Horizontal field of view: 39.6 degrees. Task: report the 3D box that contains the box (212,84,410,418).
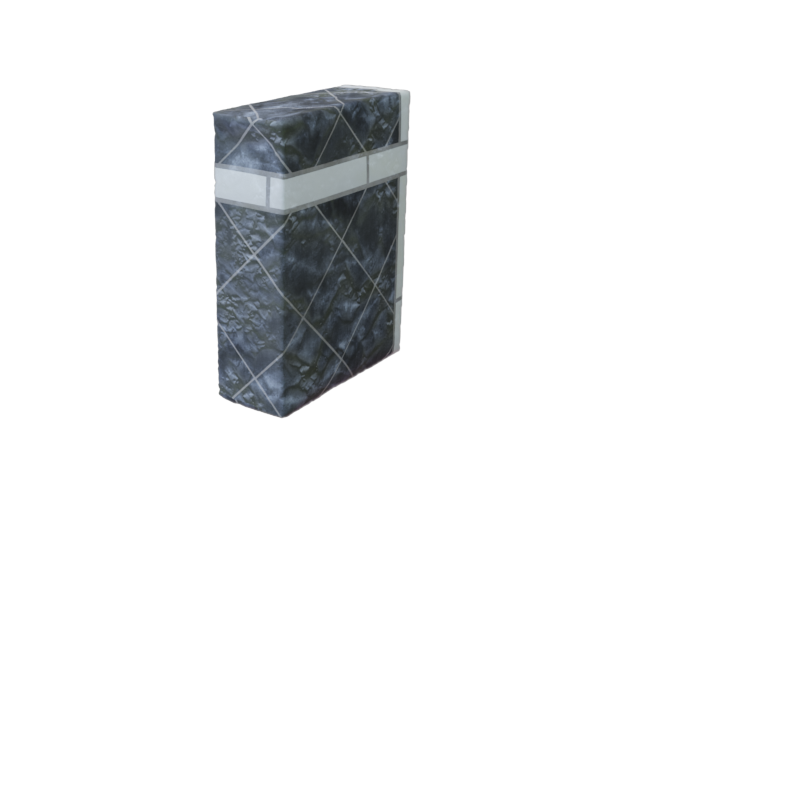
[{"bbox_3d":[-0.064,-0.118,0.823,0.075,0.205,0.163,11,22,30],"label":"box"}]
